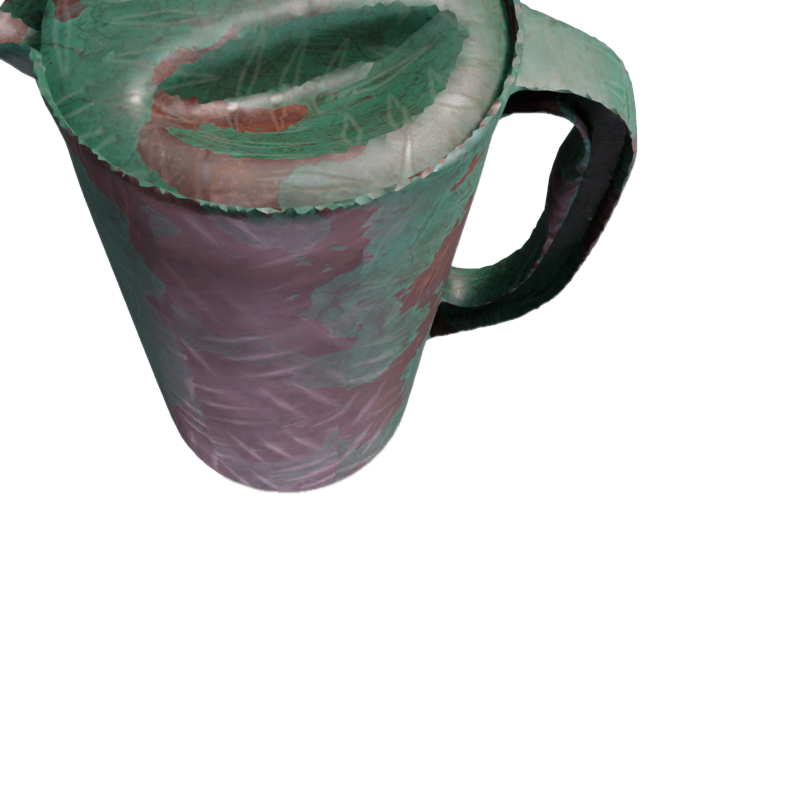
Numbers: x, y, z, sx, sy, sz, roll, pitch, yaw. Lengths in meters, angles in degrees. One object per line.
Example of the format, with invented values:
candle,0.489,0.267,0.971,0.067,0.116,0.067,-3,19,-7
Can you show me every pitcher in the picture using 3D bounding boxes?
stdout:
pitcher,-0.031,-0.056,0.392,0.146,0.157,0.229,-37,-20,-19
